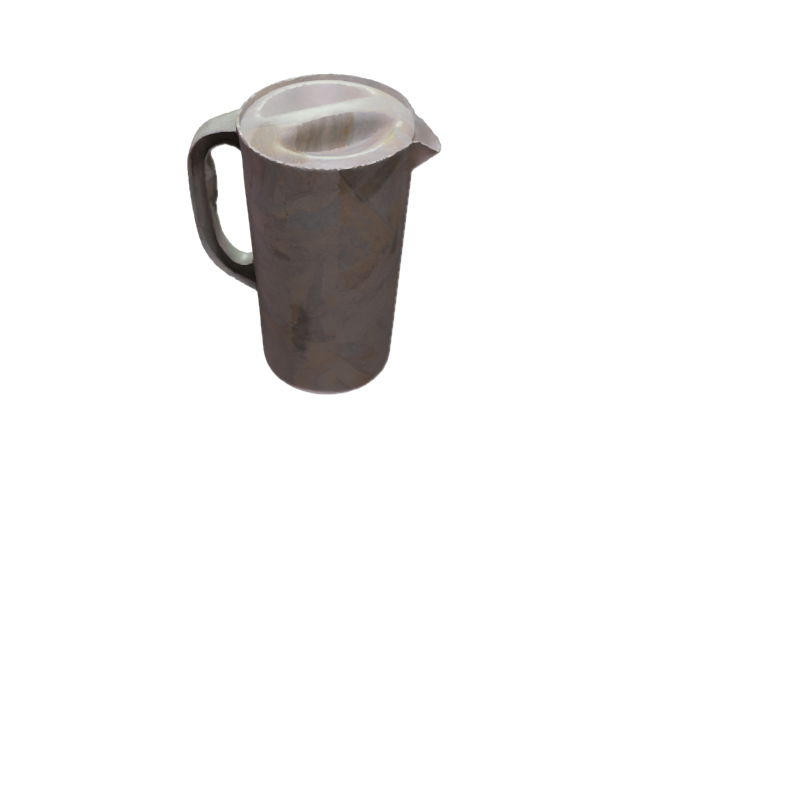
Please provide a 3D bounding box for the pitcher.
[{"bbox_3d":[-0.068,-0.125,0.874,0.145,0.227,0.160,-29,50,-31],"label":"pitcher"}]
